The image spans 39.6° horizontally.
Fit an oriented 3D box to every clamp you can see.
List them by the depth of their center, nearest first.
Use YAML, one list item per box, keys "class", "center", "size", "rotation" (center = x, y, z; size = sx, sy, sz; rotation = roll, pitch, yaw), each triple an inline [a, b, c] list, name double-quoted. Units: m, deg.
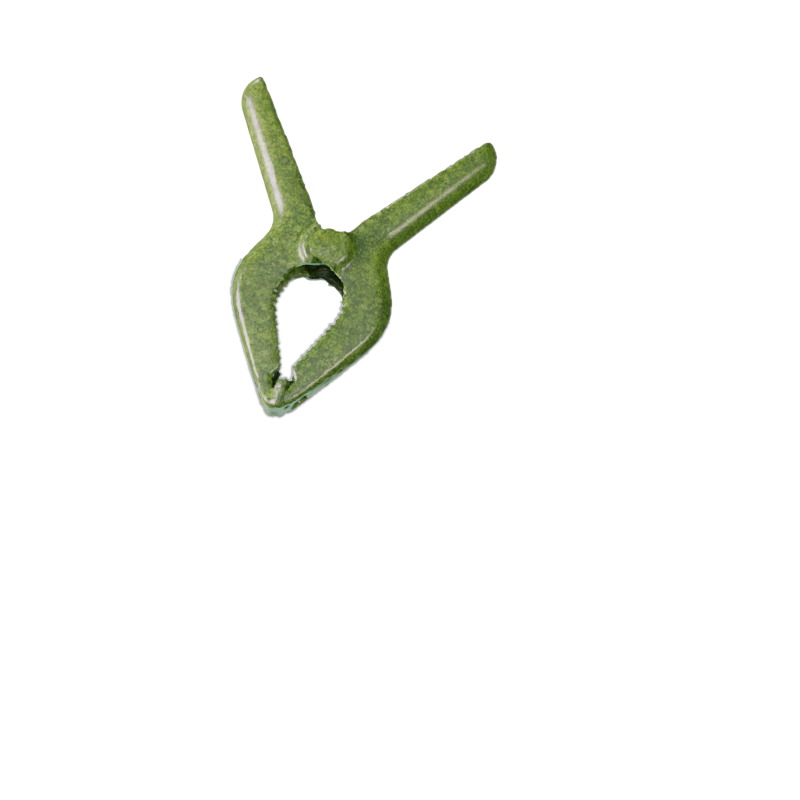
- class: "clamp"
  center: [-0.052, -0.095, 0.667]
  size: [0.168, 0.216, 0.035]
  rotation: [22, -20, 8]
